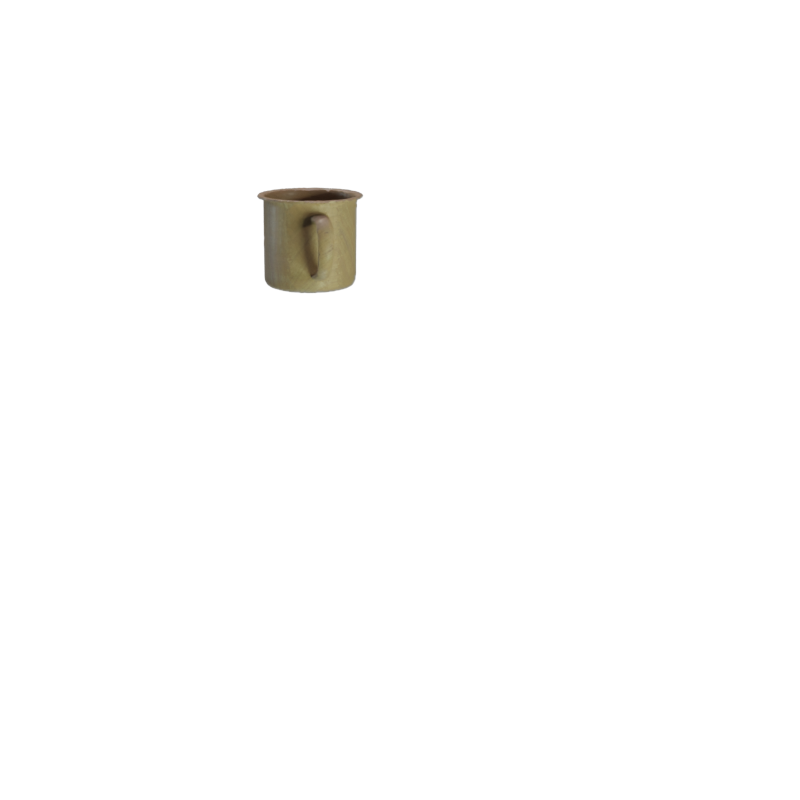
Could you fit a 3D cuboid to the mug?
[{"bbox_3d":[-0.076,-0.138,0.968,0.091,0.079,0.123,-4,16,-16],"label":"mug"}]
